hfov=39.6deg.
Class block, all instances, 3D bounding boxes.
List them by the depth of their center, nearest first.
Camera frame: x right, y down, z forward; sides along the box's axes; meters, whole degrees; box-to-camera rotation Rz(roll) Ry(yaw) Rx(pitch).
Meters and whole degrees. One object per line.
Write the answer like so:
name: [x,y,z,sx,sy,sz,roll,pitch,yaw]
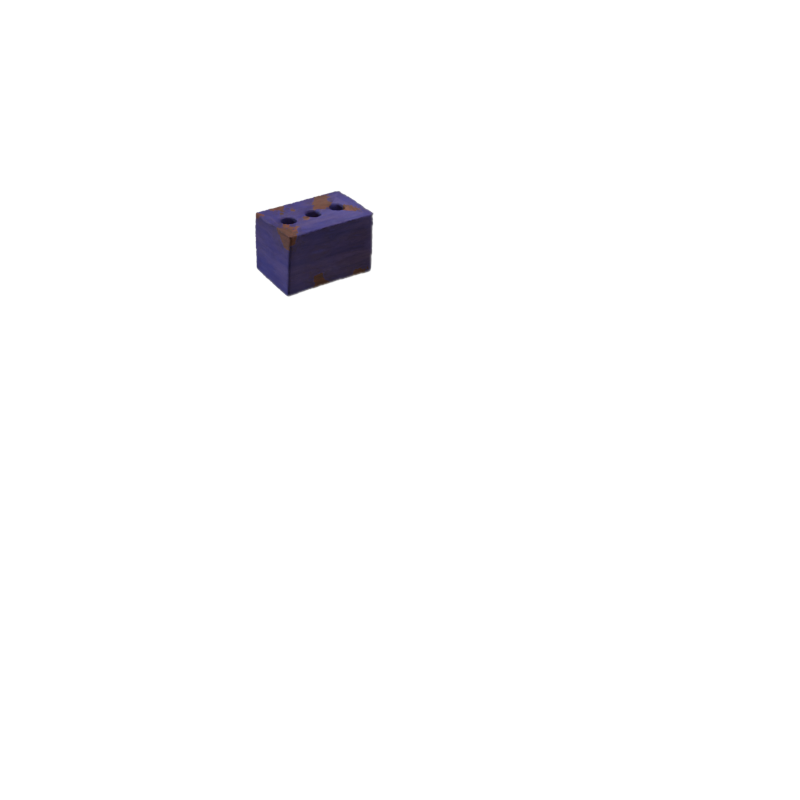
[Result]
block: [-0.067,-0.123,0.859,0.077,0.048,0.057,-20,38,-29]
